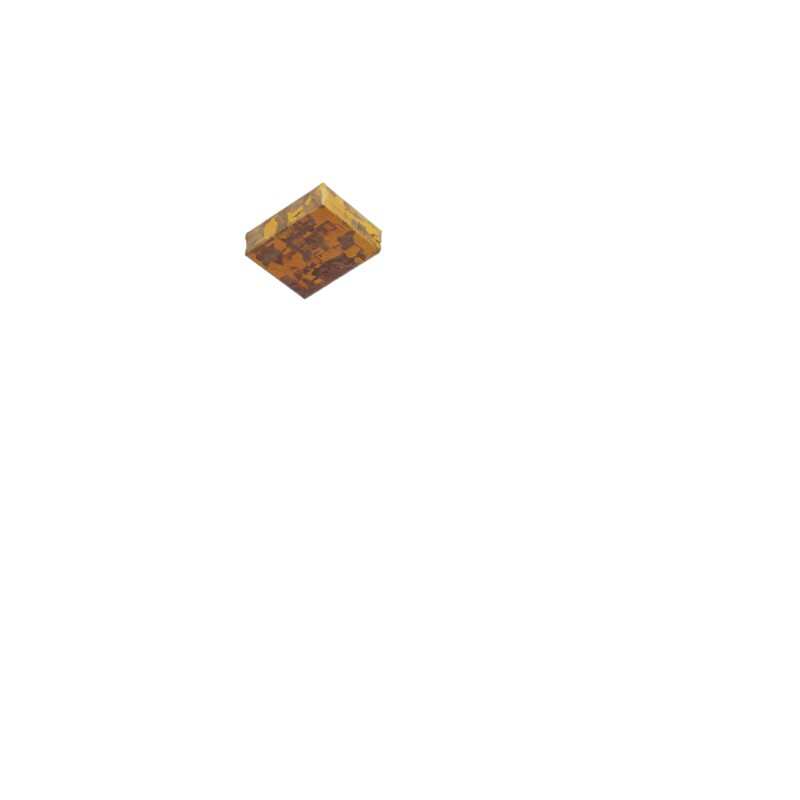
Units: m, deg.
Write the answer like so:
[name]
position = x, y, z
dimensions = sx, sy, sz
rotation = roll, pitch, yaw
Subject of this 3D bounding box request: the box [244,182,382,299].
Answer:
[box]
position = -0.071, -0.130, 0.908
dimensions = 0.089, 0.032, 0.068
rotation = -30, -49, 29
